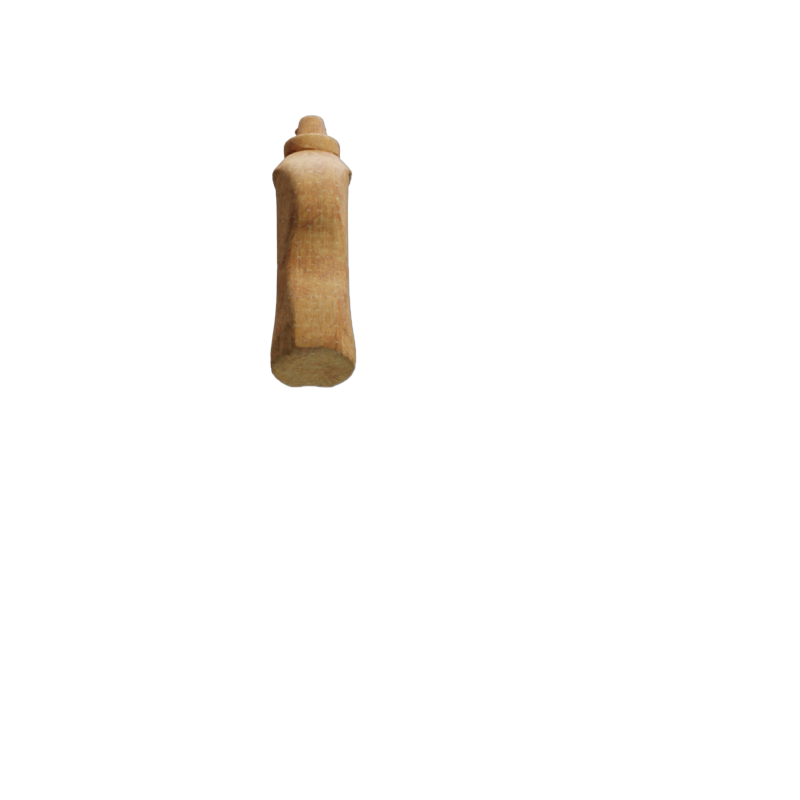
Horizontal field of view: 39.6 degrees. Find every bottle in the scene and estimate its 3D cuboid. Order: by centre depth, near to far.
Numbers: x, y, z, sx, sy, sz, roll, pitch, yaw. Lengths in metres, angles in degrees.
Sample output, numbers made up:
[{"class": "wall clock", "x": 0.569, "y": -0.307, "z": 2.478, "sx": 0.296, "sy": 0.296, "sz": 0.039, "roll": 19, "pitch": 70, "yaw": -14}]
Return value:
[{"class": "bottle", "x": -0.061, "y": -0.111, "z": 0.779, "sx": 0.058, "sy": 0.201, "sz": 0.092, "roll": 0, "pitch": -19, "yaw": -4}]
